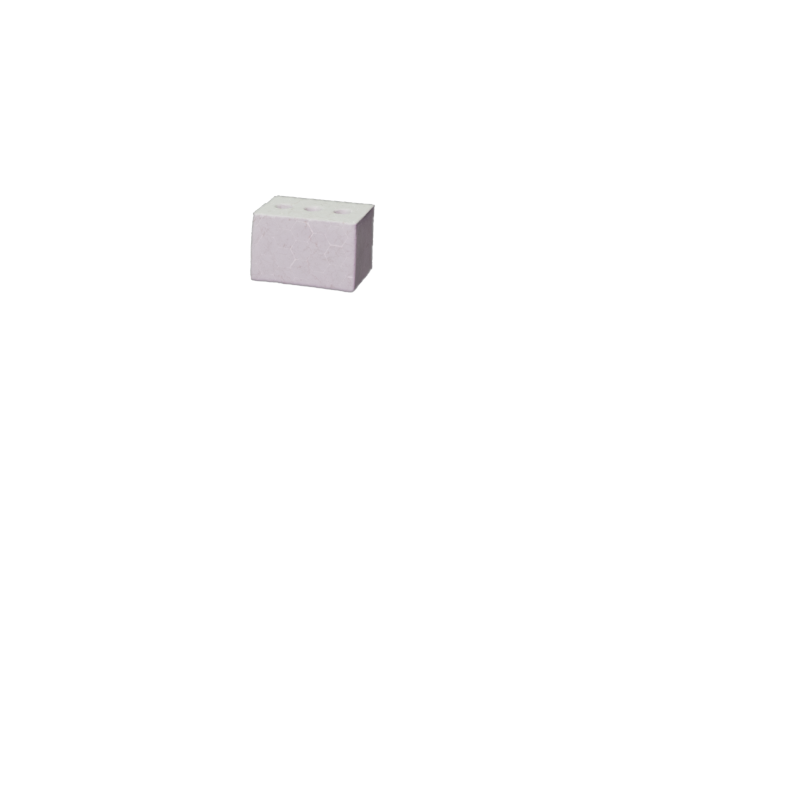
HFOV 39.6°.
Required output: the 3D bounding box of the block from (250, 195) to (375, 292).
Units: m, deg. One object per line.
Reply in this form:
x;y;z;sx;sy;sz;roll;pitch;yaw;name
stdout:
-0.062;-0.113;0.791;0.080;0.049;0.054;7;24;15;block
